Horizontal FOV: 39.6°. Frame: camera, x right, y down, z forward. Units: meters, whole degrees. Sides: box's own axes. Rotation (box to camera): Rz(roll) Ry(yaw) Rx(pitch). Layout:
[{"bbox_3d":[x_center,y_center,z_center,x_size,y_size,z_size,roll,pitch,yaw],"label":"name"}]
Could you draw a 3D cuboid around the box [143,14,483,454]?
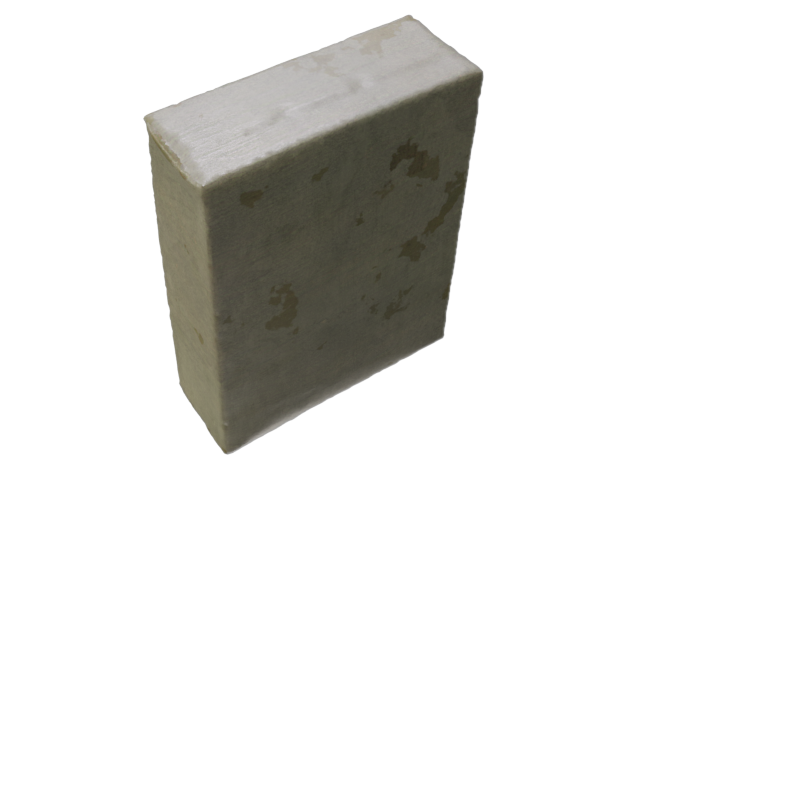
[{"bbox_3d":[-0.048,-0.088,0.616,0.164,0.199,0.077,-28,57,-24],"label":"box"}]
